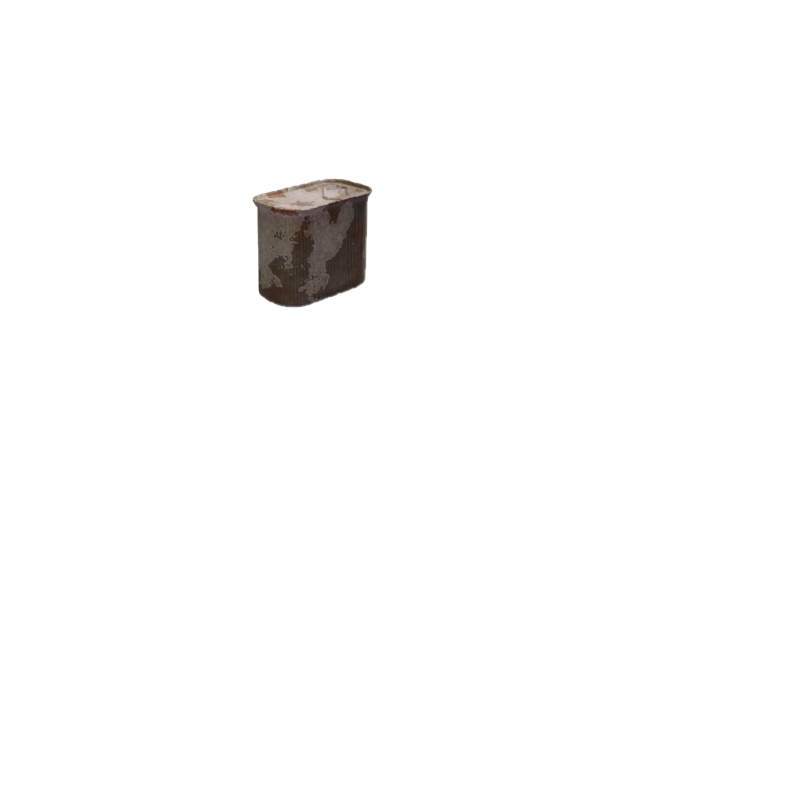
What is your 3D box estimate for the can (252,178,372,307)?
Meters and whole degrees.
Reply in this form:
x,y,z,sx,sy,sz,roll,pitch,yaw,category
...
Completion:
x,y,z,sx,sy,sz,roll,pitch,yaw,category
-0.072,-0.131,0.916,0.061,0.080,0.101,19,29,39,can
